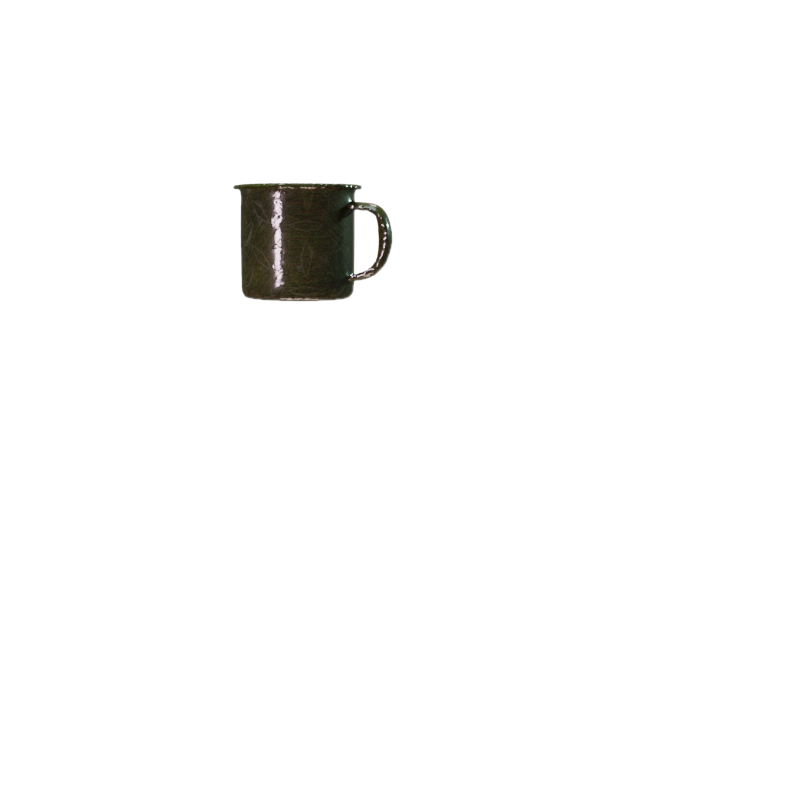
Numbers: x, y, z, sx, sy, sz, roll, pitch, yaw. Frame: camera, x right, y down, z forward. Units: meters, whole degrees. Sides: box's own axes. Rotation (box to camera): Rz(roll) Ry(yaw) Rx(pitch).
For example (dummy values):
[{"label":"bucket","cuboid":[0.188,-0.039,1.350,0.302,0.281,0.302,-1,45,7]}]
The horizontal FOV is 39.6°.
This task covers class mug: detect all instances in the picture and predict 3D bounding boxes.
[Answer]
[{"label":"mug","cuboid":[-0.062,-0.114,0.797,0.120,0.081,0.092,2,6,17]}]
